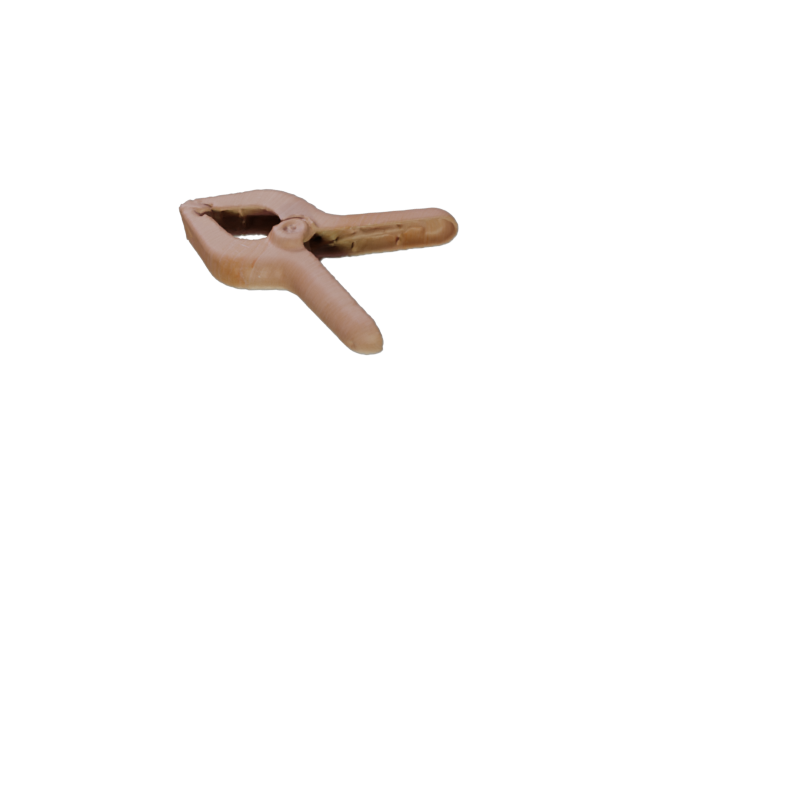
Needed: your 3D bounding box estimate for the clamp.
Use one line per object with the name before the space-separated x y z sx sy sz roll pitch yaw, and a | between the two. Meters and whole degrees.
clamp | -0.053 -0.097 0.678 0.181 0.037 0.122 26 47 26
